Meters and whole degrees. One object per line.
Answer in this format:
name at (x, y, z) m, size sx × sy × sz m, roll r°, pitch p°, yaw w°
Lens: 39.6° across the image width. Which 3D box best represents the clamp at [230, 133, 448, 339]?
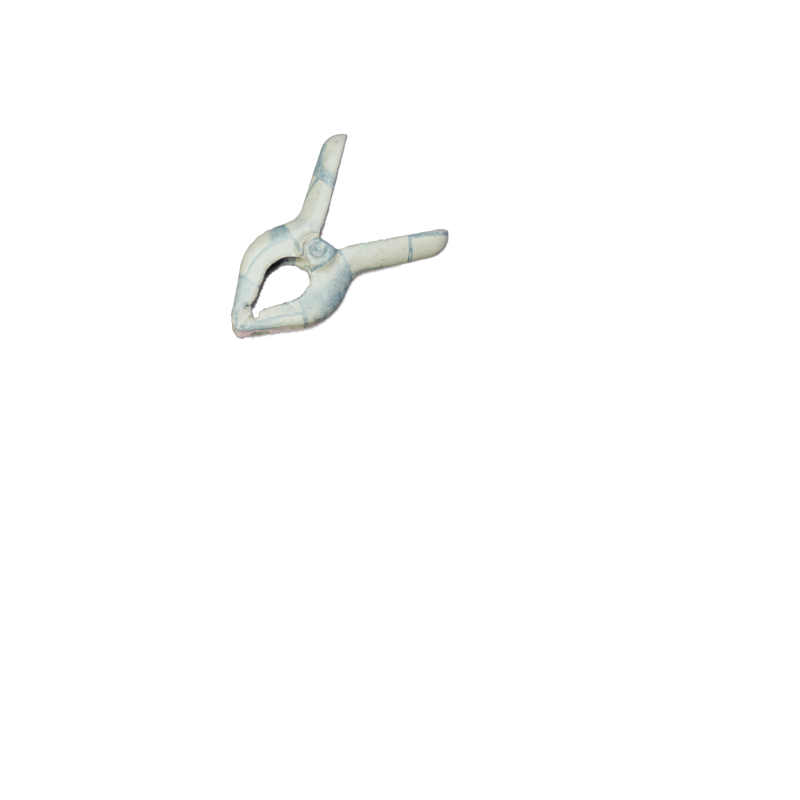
clamp at (-0.064, -0.116, 0.814) m, size 0.172 × 0.126 × 0.037 m, roll -34°, pitch -19°, yaw -14°
